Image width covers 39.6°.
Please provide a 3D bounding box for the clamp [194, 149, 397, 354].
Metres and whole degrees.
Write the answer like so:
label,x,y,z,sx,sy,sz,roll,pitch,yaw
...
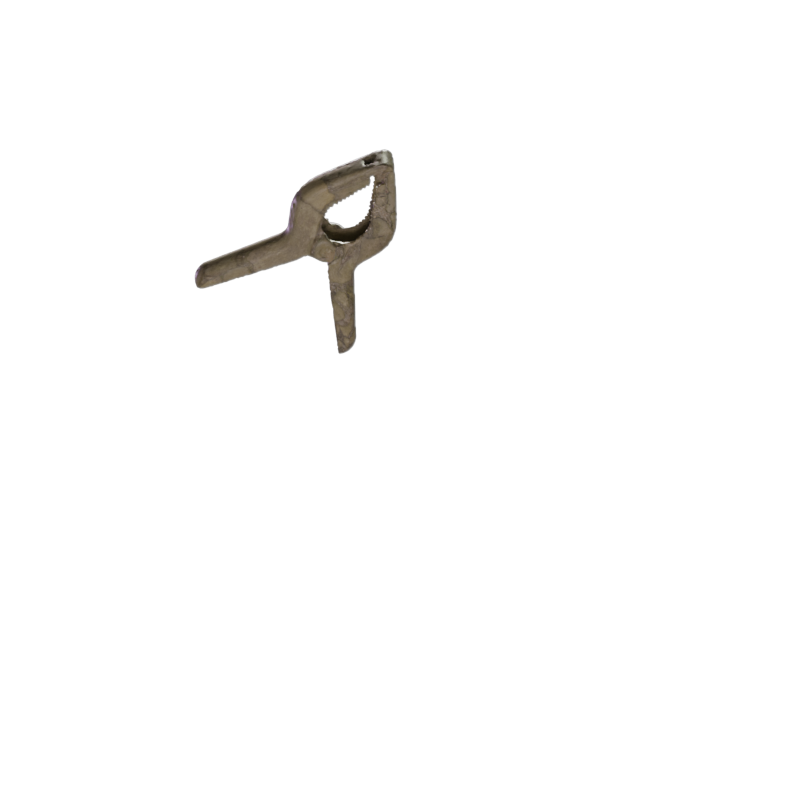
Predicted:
label,x,y,z,sx,sy,sz,roll,pitch,yaw
clamp,-0.076,-0.139,0.977,0.160,0.202,0.039,20,36,-16
